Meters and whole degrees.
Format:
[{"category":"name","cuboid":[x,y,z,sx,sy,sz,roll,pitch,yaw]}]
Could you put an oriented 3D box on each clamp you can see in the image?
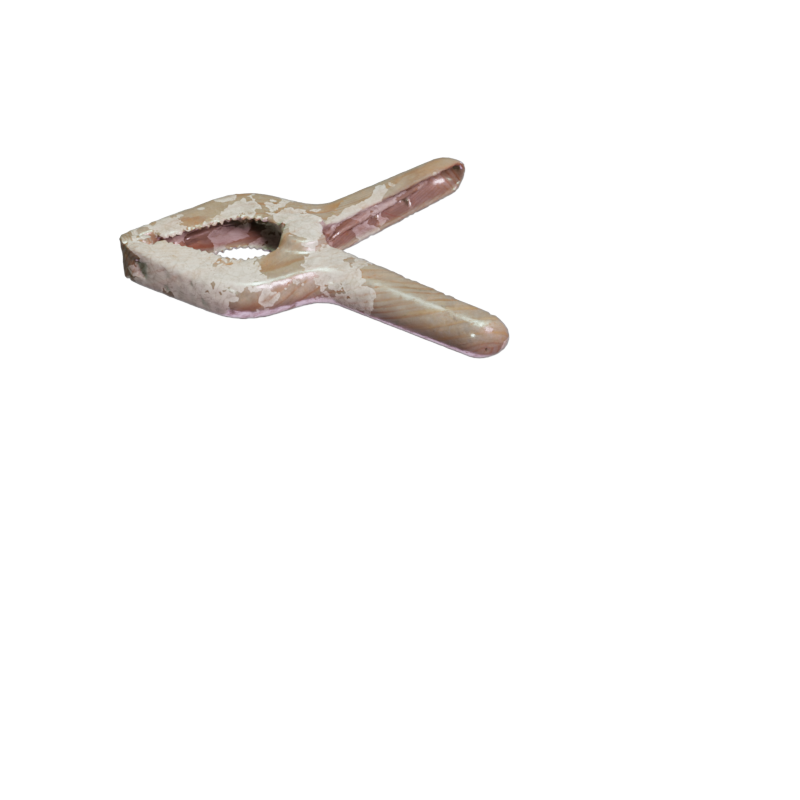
[{"category":"clamp","cuboid":[-0.049,-0.089,0.625,0.211,0.034,0.175,2,41,3]}]
